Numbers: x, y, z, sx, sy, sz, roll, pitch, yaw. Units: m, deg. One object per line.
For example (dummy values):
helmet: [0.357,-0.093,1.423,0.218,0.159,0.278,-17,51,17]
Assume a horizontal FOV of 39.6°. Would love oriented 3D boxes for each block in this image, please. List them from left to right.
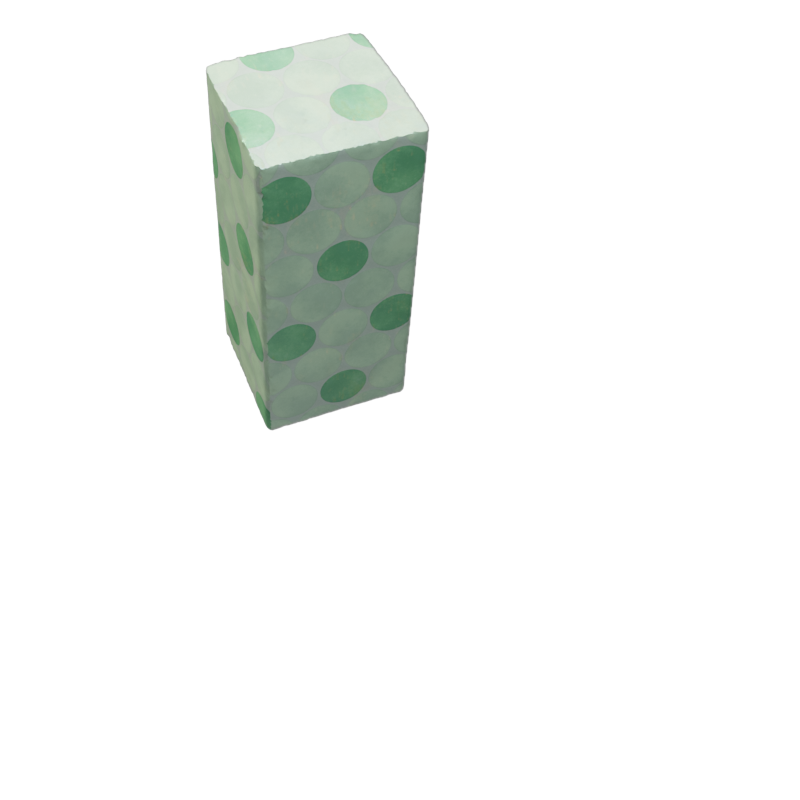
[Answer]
block: [-0.049,-0.089,0.623,0.090,0.097,0.192,-16,-38,-16]
